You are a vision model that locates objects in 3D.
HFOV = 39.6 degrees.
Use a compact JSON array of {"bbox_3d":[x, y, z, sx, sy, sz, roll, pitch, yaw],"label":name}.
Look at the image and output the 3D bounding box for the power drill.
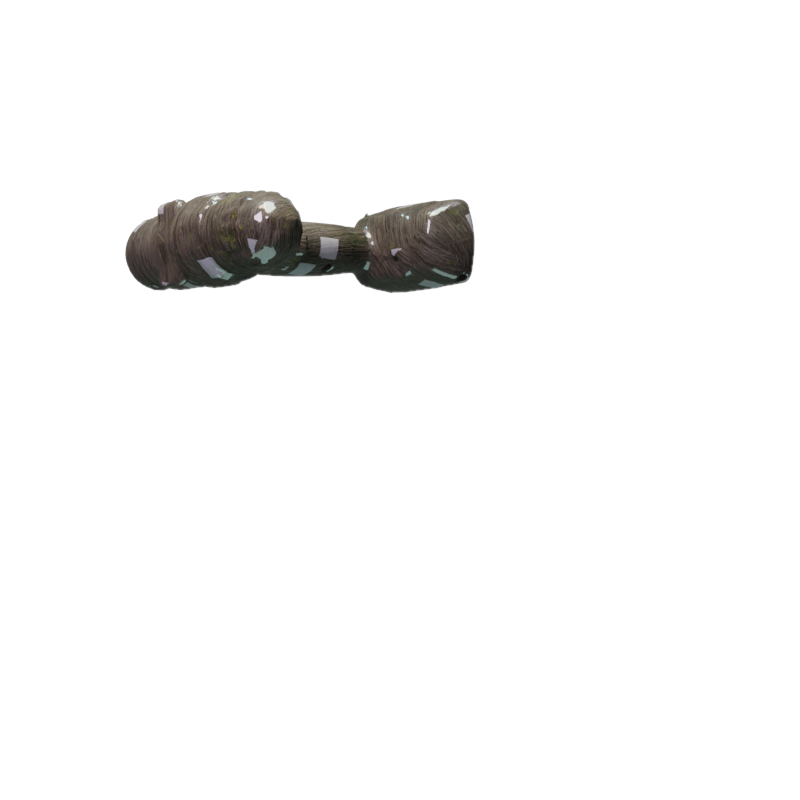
[{"bbox_3d":[-0.052,-0.094,0.660,0.181,0.057,0.191,-2,4,-31],"label":"power drill"}]
